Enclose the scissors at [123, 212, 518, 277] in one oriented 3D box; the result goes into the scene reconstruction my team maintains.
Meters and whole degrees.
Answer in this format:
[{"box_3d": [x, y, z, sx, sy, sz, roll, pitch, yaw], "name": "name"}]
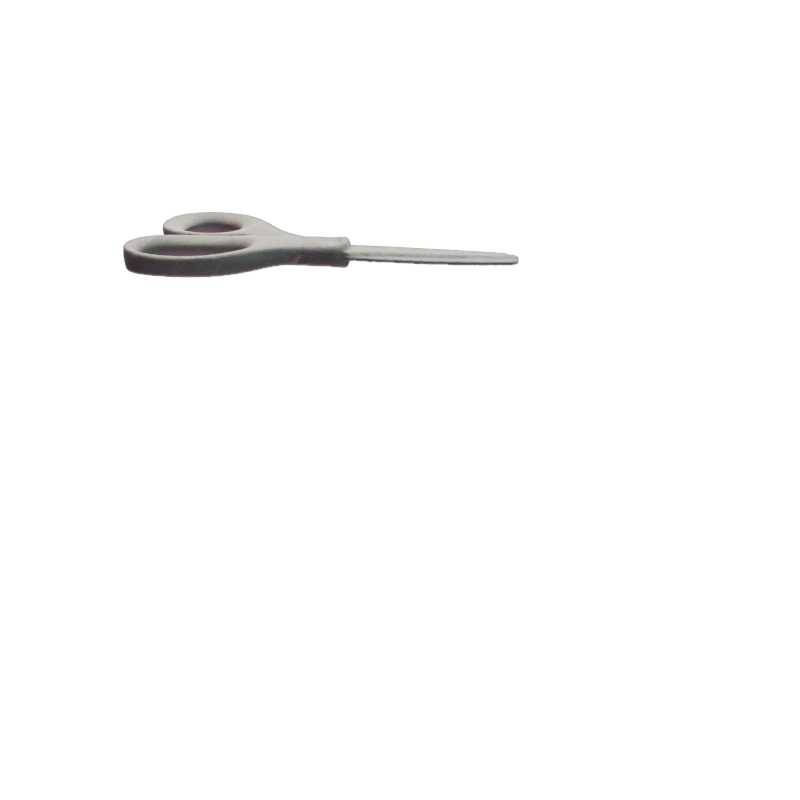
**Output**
[{"box_3d": [-0.047, -0.086, 0.601, 0.200, 0.015, 0.102, -3, 24, -7], "name": "scissors"}]
